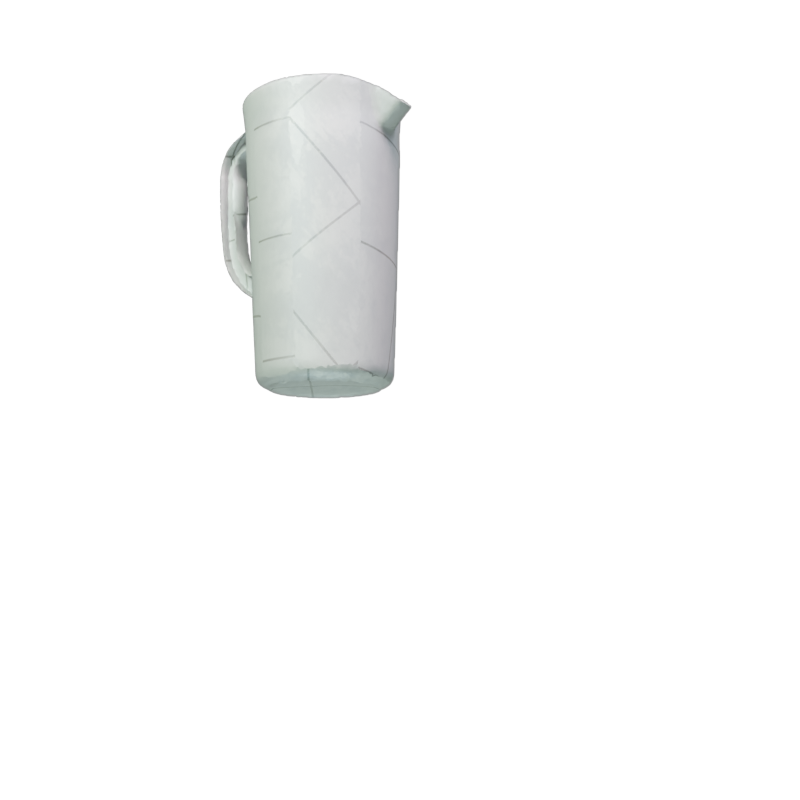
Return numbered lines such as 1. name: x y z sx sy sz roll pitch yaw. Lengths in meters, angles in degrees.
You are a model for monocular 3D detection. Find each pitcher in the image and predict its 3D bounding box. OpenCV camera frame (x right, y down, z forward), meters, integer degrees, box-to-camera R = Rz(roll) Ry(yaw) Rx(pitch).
1. pitcher: -0.070 -0.128 0.896 0.143 0.252 0.146 2 -15 -11
